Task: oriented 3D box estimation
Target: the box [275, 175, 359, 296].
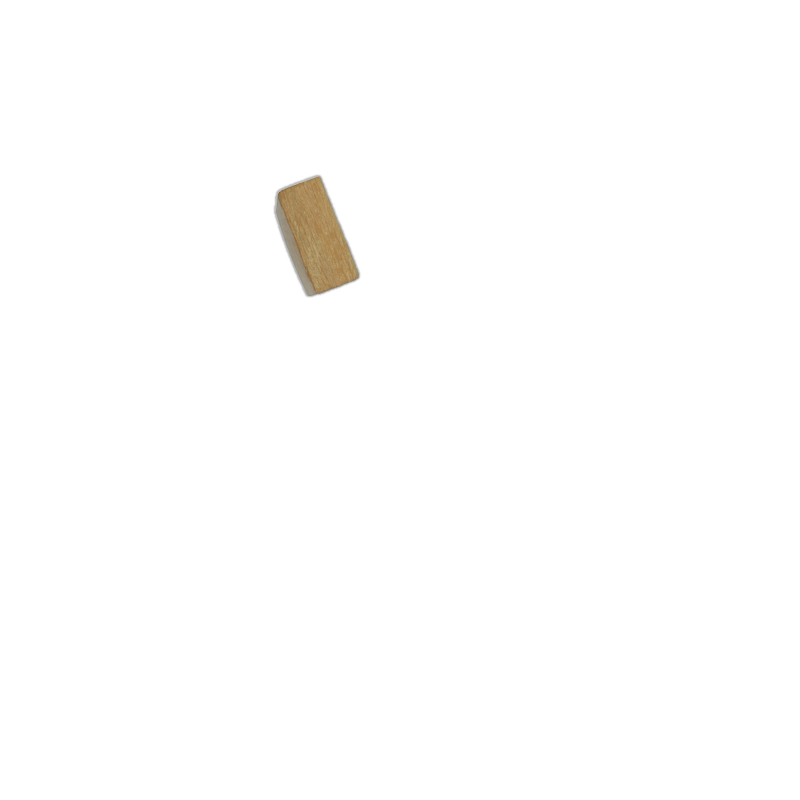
[{"bbox_3d":[-0.078,-0.141,0.986,0.048,0.093,0.177,-22,4,-2],"label":"box"}]
